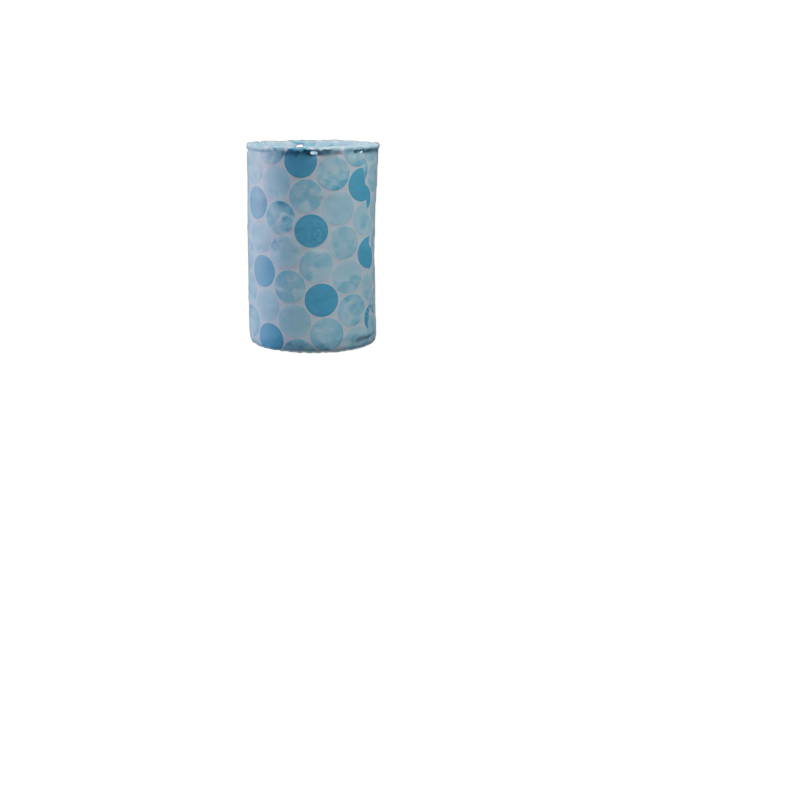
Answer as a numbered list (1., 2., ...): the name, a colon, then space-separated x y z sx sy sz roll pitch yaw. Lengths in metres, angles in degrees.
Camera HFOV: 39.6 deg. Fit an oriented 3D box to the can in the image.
1. can: -0.045 -0.081 0.569 0.068 0.100 0.070 0 11 -2
